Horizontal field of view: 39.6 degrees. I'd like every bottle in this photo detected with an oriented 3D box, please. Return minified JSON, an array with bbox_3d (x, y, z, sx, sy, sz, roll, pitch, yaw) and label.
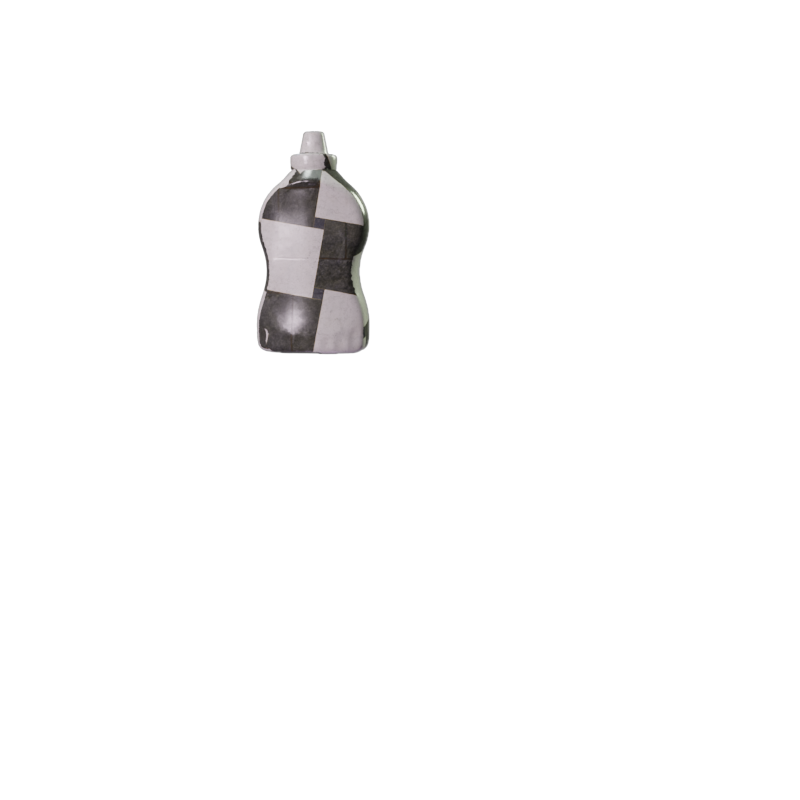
[{"bbox_3d":[-0.076,-0.138,0.967,0.098,0.192,0.057,0,0,13],"label":"bottle"}]
